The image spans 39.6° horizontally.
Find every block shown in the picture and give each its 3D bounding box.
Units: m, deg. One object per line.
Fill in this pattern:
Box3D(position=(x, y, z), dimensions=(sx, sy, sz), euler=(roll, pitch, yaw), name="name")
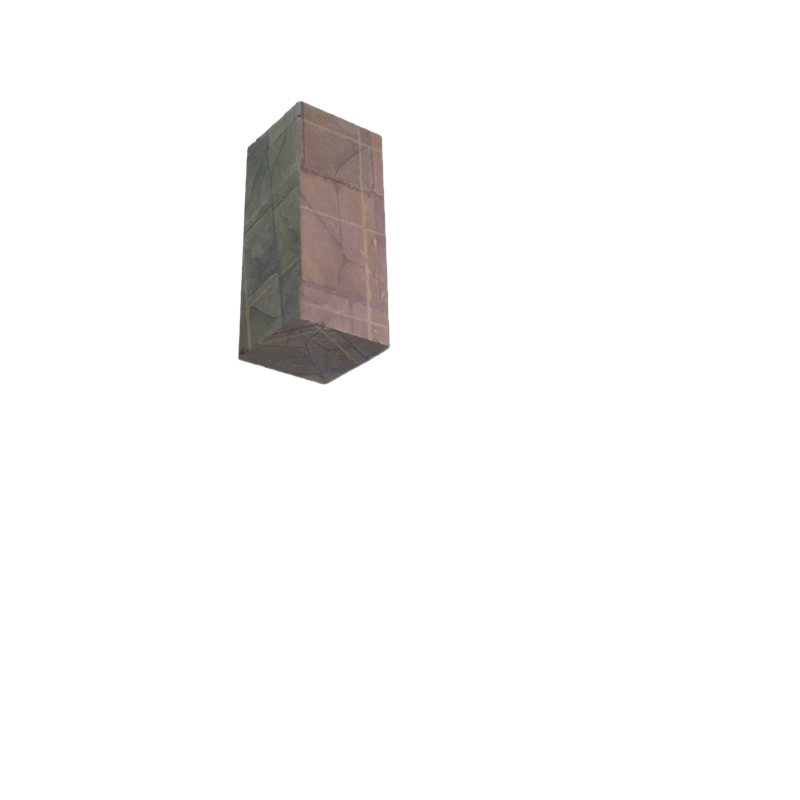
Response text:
Box3D(position=(-0.073, -0.132, 0.924), dimensions=(0.086, 0.219, 0.089), euler=(19, -35, -33), name="block")
